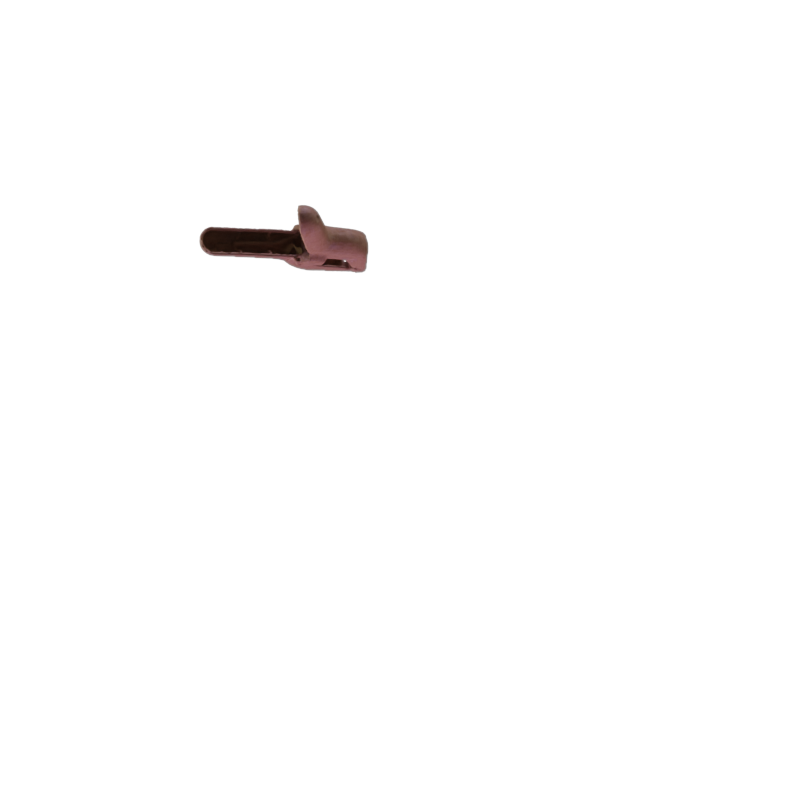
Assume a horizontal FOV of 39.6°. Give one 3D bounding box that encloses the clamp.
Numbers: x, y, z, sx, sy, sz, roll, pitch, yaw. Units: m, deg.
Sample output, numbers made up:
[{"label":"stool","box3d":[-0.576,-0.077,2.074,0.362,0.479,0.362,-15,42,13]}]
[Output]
[{"label":"clamp","box3d":[-0.076,-0.139,0.971,0.124,0.040,0.164,0,0,43]}]
